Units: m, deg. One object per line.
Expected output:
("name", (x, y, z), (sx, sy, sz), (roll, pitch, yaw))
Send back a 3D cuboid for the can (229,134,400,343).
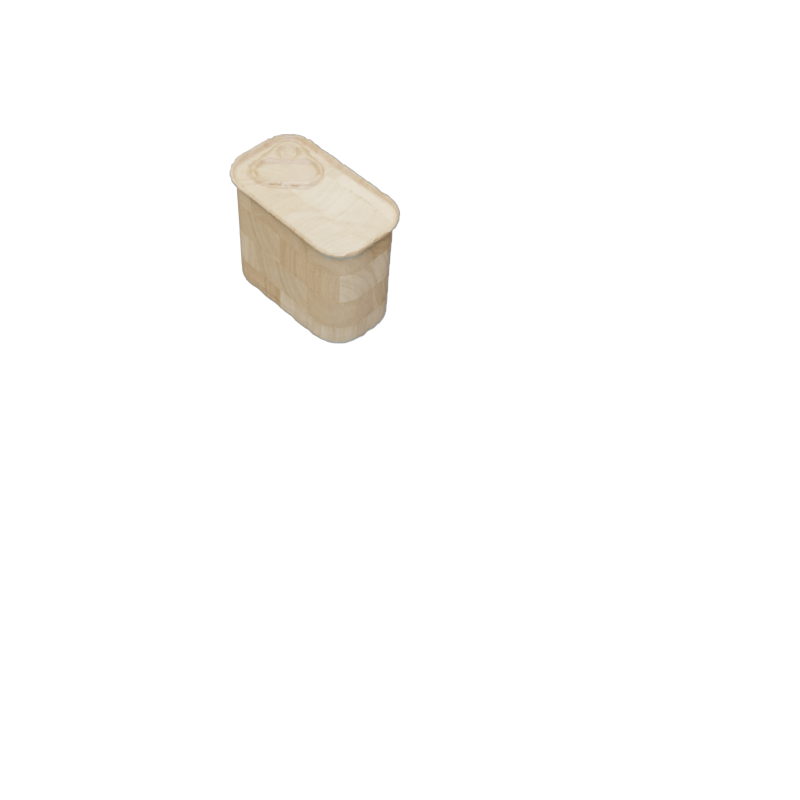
("can", (-0.051, -0.093, 0.649), (0.058, 0.078, 0.108), (-35, 60, -27))
